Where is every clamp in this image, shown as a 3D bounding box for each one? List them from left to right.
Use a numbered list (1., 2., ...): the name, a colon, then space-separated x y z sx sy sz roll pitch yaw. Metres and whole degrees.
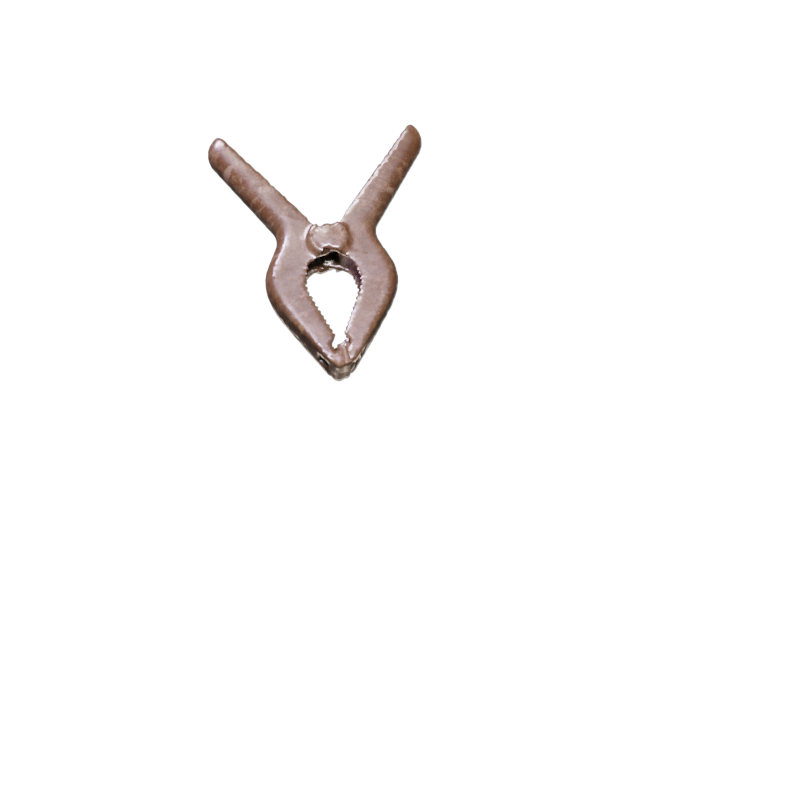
1. clamp: -0.064 -0.116 0.815 0.164 0.223 0.034 0 -28 0
